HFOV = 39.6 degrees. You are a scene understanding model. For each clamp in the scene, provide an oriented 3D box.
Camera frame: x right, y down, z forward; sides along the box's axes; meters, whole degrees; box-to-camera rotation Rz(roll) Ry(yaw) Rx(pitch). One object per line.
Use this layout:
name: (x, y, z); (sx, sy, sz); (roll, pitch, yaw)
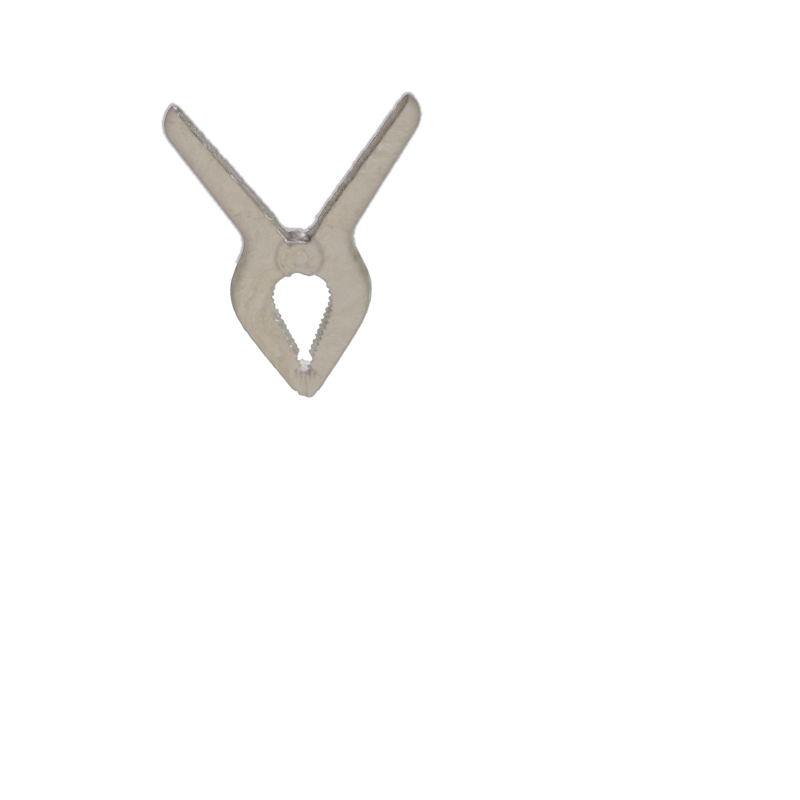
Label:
clamp: (-0.058, -0.105, 0.737); (0.165, 0.201, 0.038); (-8, 17, 2)
